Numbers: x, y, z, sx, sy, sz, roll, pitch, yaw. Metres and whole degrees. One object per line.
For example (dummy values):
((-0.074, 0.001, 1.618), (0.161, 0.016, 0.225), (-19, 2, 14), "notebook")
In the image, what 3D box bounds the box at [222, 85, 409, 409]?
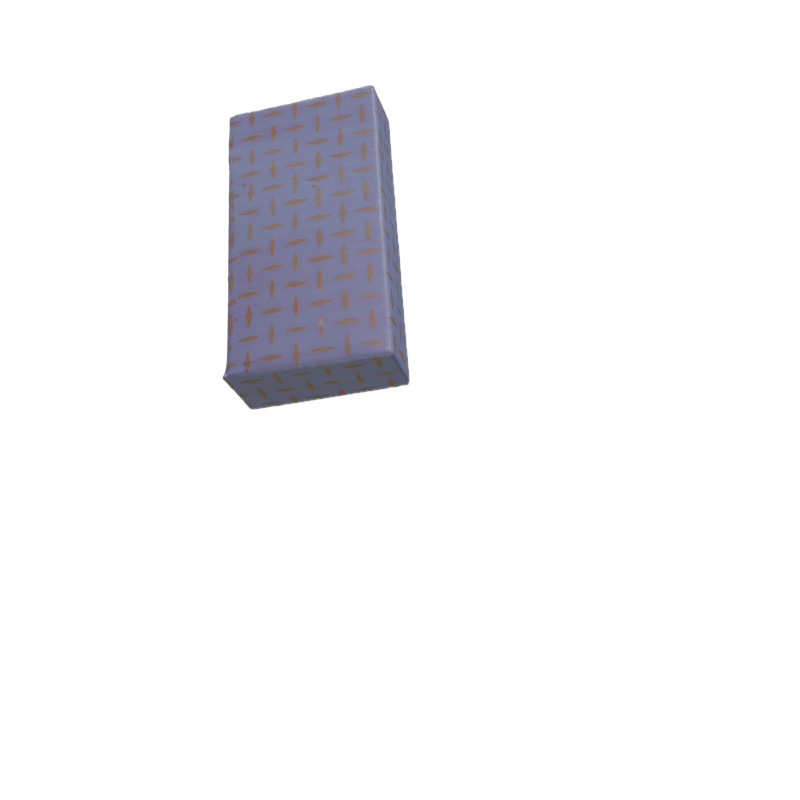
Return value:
((-0.048, -0.089, 0.622), (0.094, 0.188, 0.044), (-10, -33, 13), "box")
